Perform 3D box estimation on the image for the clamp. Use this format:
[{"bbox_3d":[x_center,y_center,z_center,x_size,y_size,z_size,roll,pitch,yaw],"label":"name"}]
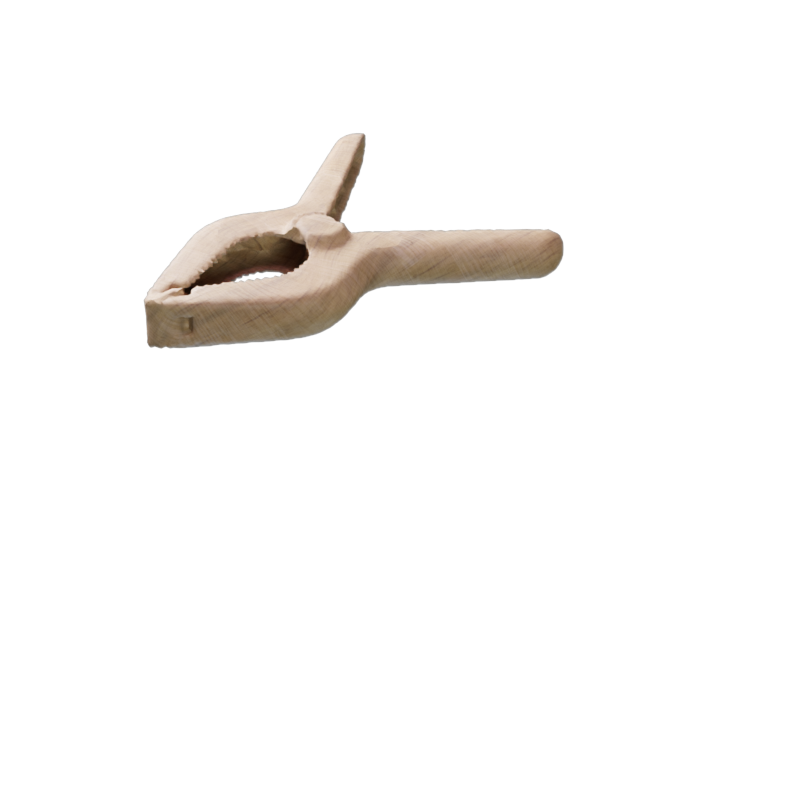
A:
[{"bbox_3d":[-0.045,-0.082,0.576,0.208,0.034,0.177,-22,42,-28],"label":"clamp"}]
